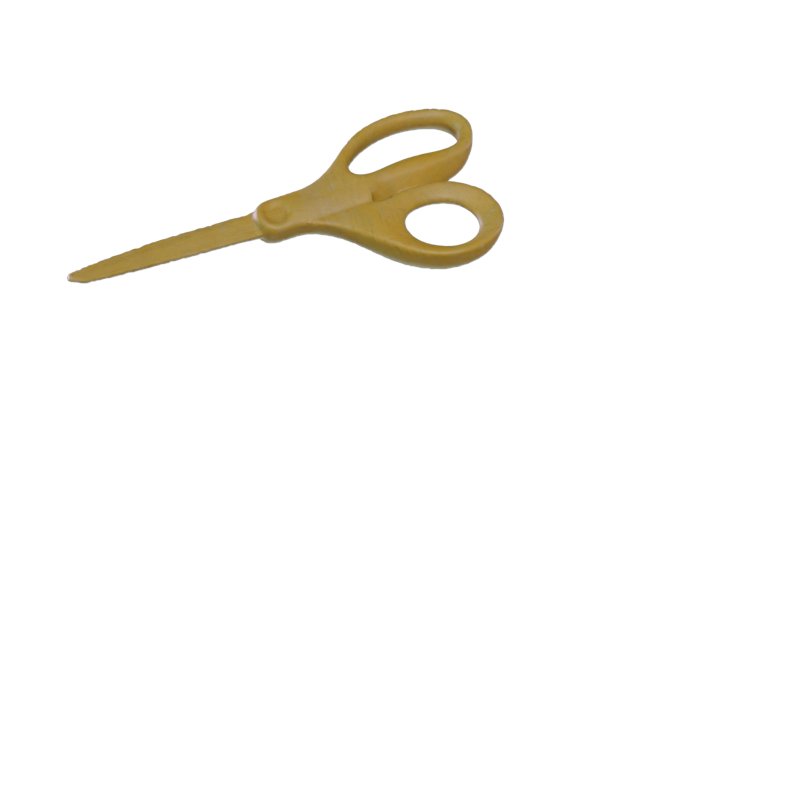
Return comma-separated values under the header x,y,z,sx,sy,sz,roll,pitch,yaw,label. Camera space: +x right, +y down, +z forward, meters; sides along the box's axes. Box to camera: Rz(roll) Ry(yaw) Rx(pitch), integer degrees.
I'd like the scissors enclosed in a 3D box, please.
x,y,z,sx,sy,sz,roll,pitch,yaw,label
-0.039,-0.072,0.502,0.202,0.102,0.015,-33,-27,-19,scissors
